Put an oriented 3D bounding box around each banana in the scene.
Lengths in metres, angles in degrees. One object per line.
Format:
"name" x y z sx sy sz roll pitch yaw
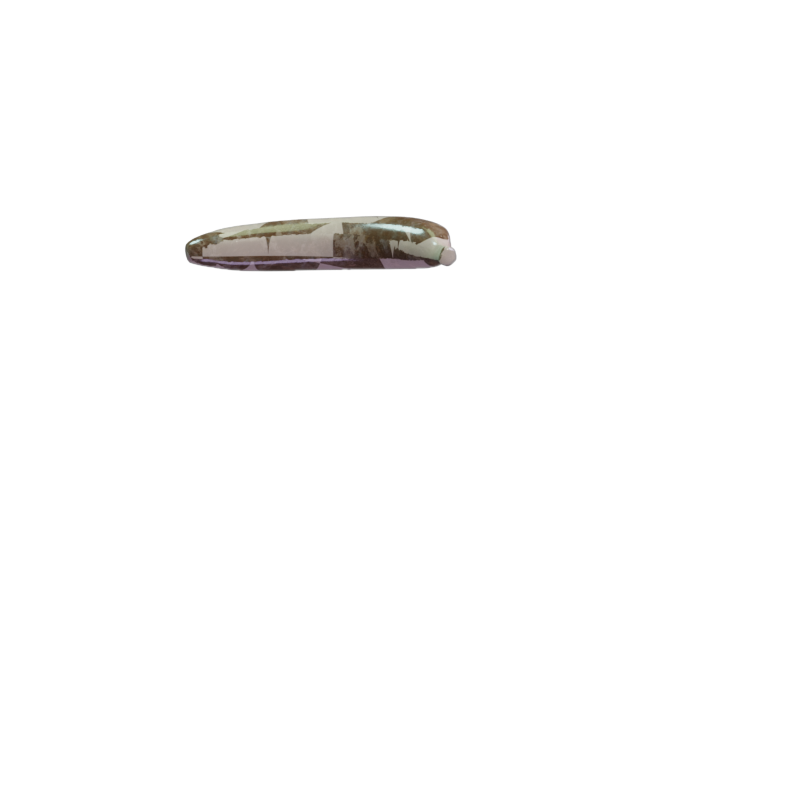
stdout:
"banana" -0.047 -0.106 0.751 0.204 0.037 0.067 2 3 25
